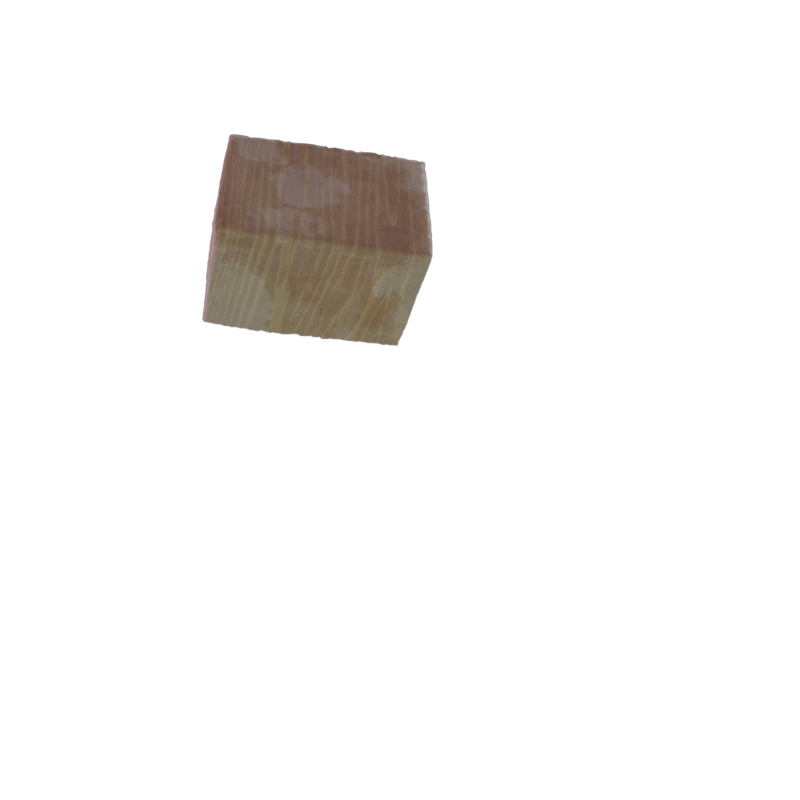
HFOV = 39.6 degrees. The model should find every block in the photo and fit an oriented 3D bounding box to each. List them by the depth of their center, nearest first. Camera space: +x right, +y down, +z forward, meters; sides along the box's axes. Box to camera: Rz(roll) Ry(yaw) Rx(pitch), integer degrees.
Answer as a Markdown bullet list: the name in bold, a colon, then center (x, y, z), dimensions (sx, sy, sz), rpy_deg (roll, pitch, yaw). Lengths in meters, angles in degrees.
- **block**: center (-0.032, -0.059, 0.415), dimensions (0.077, 0.055, 0.050), rpy_deg (7, -41, -10)
